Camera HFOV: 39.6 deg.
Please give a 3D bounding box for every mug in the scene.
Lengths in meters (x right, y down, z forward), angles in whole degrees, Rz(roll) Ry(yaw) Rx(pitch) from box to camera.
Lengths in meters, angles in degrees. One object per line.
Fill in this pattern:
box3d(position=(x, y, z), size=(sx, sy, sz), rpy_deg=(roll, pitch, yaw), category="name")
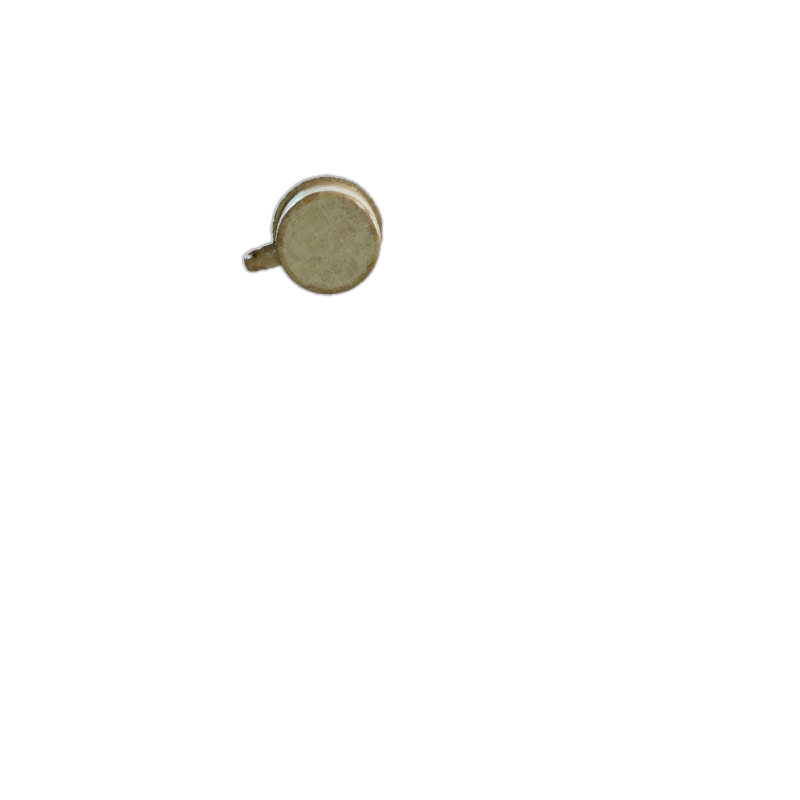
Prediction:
box3d(position=(-0.069, -0.127, 0.887), size=(0.117, 0.091, 0.084), rpy_deg=(-15, 11, 1), category="mug")
